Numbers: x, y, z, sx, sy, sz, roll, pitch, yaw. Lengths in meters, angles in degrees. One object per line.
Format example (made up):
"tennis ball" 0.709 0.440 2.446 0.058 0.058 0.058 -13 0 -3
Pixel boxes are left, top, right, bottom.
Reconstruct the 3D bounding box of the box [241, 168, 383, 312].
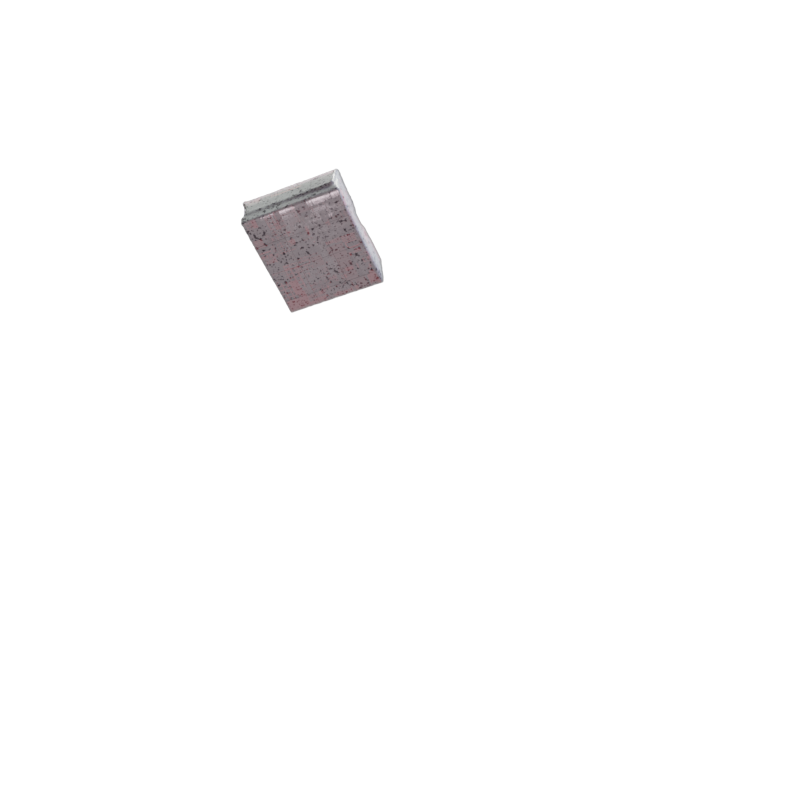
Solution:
"box" -0.061 -0.112 0.783 0.073 0.083 0.032 -18 35 13
